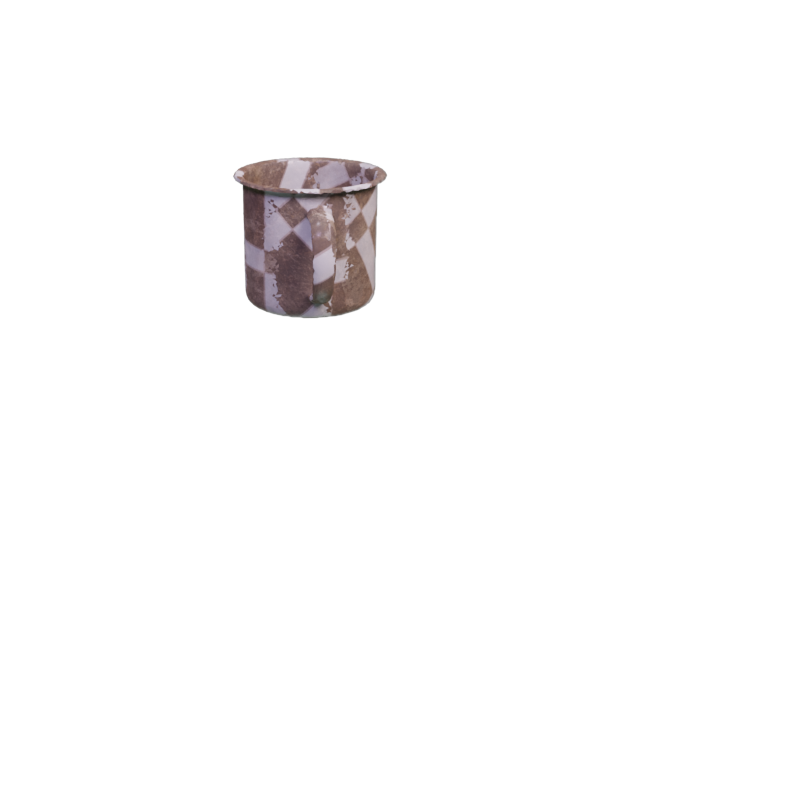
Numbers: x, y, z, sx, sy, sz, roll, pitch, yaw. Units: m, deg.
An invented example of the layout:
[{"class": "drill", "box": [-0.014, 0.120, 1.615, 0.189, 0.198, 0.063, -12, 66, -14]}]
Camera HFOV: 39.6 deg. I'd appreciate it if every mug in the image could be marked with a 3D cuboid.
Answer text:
[{"class": "mug", "box": [-0.053, -0.096, 0.673, 0.092, 0.078, 0.124, -4, 22, -12]}]
